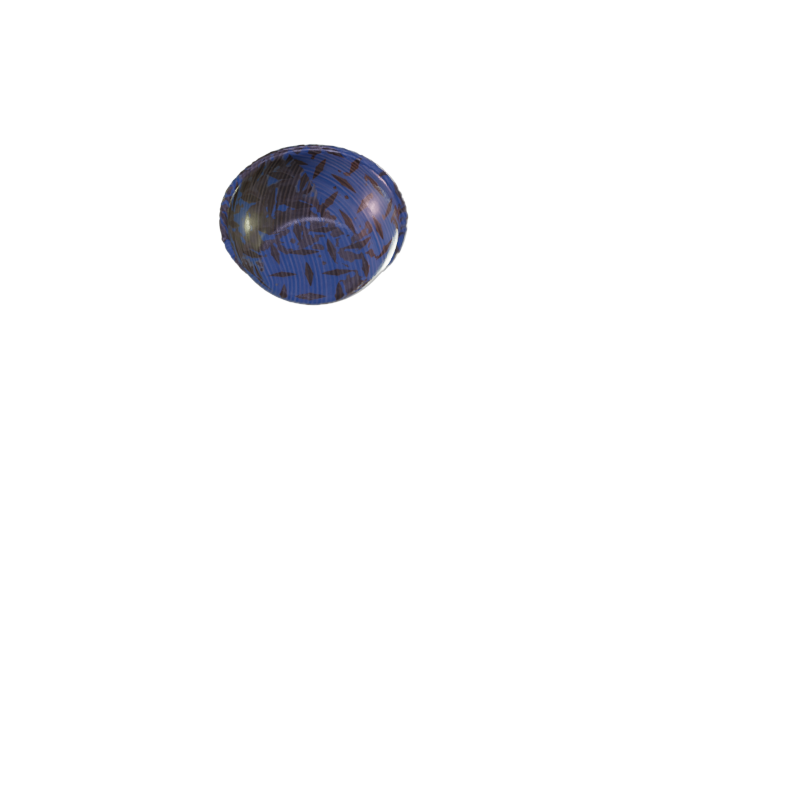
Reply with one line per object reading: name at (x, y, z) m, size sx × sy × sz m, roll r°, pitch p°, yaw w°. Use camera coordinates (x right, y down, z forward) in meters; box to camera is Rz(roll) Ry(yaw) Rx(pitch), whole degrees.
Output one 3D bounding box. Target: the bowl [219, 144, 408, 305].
bowl at (-0.073, -0.133, 0.930) m, size 0.162 × 0.151 × 0.059 m, roll 1°, pitch 41°, yaw -1°
